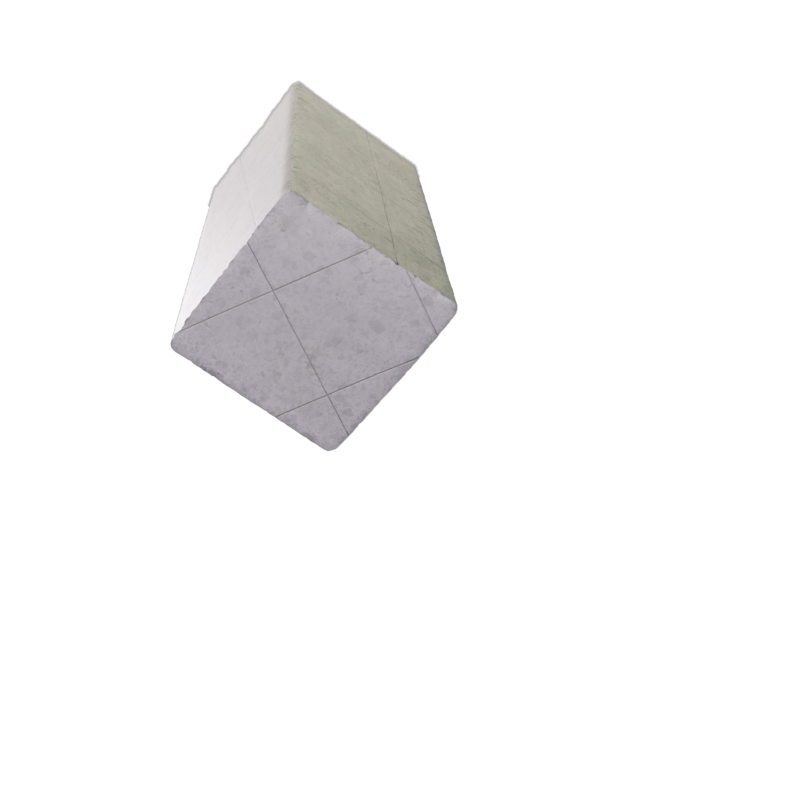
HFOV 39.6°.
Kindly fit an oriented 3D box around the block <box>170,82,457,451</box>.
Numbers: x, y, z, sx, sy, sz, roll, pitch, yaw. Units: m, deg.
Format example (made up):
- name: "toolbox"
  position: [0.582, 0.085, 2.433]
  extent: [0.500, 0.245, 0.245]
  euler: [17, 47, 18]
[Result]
- name: "block"
  position: [-0.044, -0.079, 0.558]
  extent: [0.087, 0.089, 0.218]
  euler: [34, 20, -18]
